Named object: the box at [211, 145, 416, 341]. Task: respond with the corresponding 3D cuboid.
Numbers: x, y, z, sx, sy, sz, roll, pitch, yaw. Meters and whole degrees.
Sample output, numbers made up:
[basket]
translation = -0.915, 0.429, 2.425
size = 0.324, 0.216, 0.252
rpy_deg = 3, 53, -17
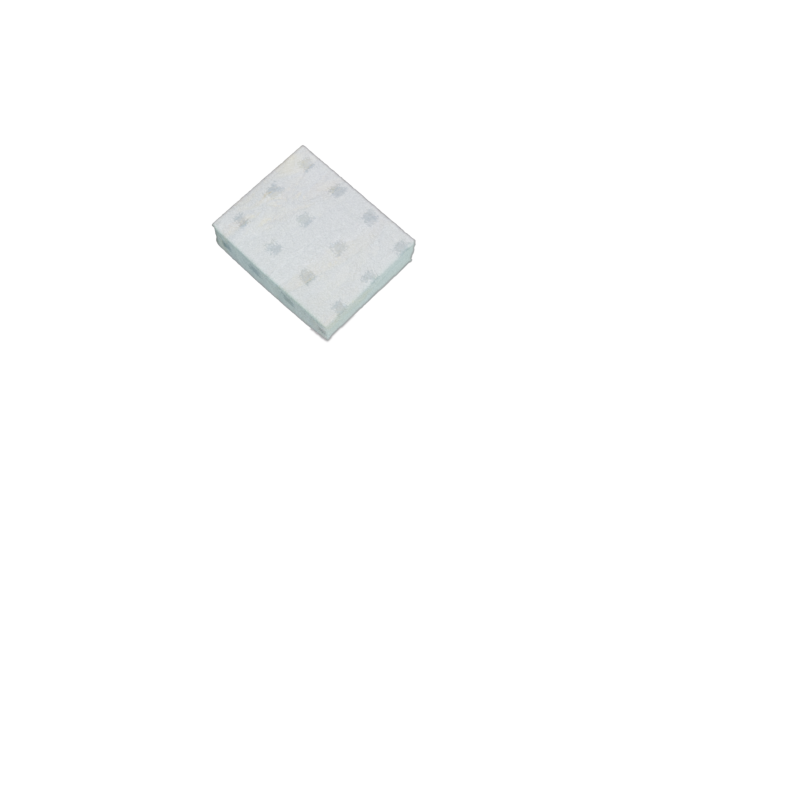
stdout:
[box]
translation = -0.060, -0.110, 0.770
size = 0.118, 0.091, 0.037
rpy_deg = 42, -17, 15
